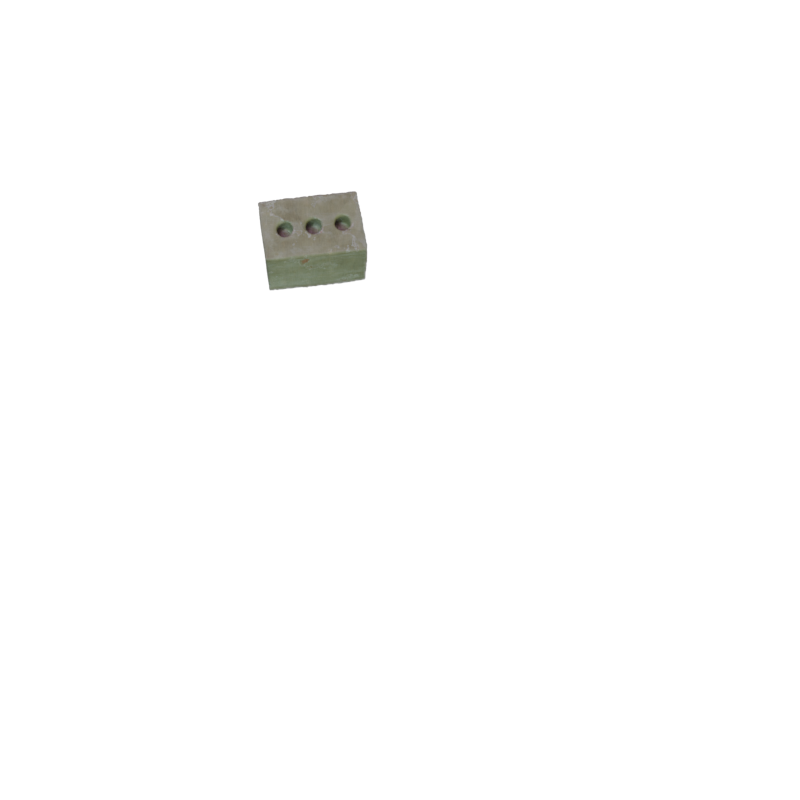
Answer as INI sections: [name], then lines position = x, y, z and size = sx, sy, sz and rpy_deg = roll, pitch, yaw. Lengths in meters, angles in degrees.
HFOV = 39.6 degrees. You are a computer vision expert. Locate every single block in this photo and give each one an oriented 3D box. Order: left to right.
[block]
position = -0.066, -0.121, 0.846
size = 0.077, 0.056, 0.048
rpy_deg = -8, -25, -5
